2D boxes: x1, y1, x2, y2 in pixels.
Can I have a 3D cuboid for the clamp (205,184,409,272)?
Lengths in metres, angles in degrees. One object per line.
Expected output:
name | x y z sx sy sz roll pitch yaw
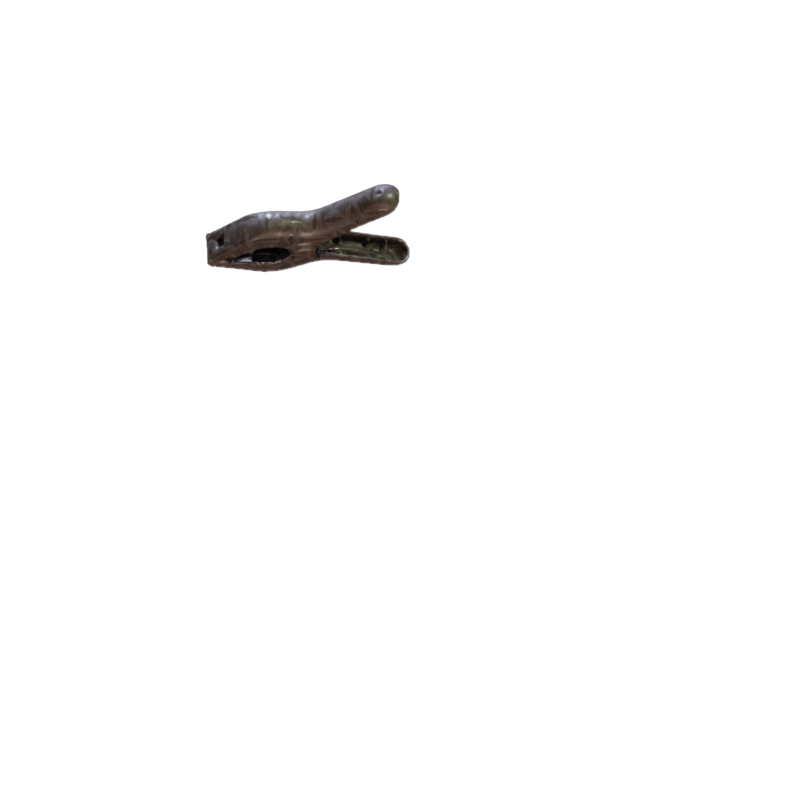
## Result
clamp | -0.072 -0.131 0.920 0.174 0.042 0.112 -7 -25 14
